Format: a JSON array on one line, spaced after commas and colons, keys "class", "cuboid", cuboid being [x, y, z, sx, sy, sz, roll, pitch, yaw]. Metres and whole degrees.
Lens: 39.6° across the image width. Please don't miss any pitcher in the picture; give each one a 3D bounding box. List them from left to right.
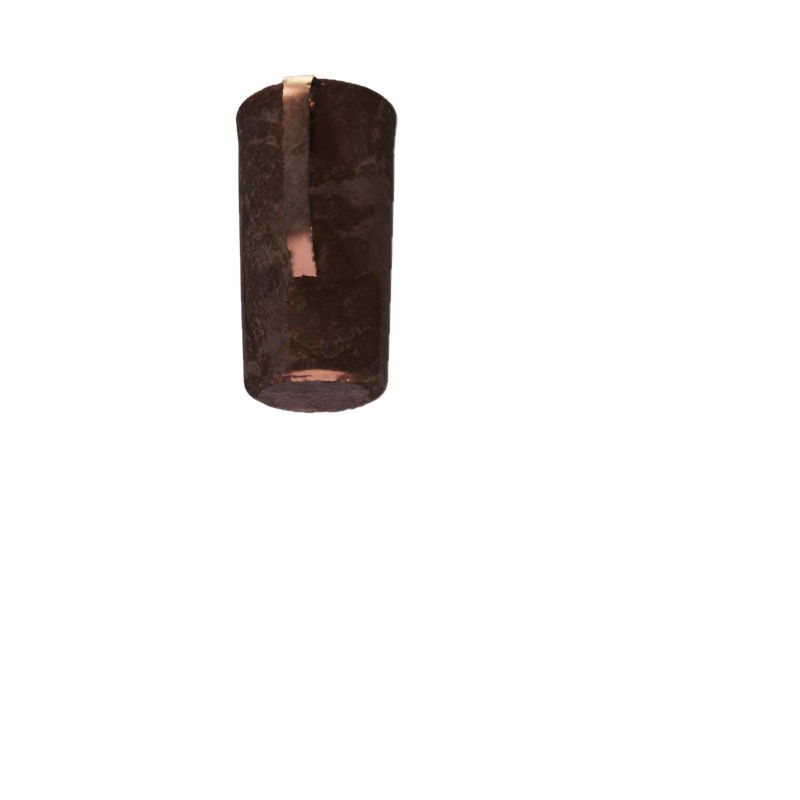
[{"class": "pitcher", "cuboid": [-0.067, -0.123, 0.860, 0.141, 0.256, 0.146, 16, -27, -37]}]
